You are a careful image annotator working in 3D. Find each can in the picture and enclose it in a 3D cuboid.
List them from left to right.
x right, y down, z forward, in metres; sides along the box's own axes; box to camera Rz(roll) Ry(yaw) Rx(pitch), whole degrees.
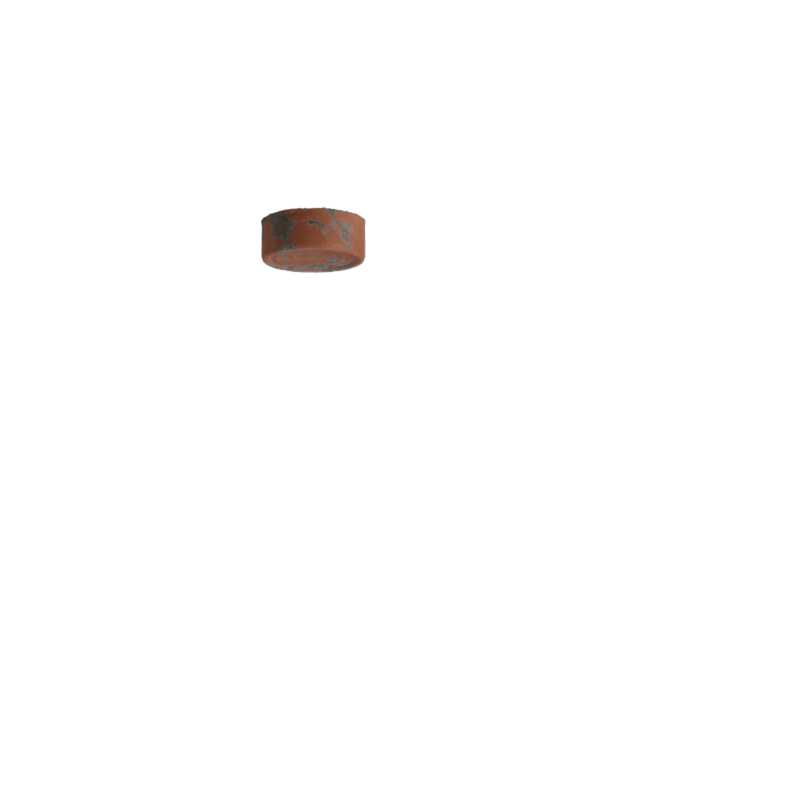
[{"bbox_3d":[-0.070,-0.129,0.900,0.086,0.035,0.084,0,-8,-2],"label":"can"}]
